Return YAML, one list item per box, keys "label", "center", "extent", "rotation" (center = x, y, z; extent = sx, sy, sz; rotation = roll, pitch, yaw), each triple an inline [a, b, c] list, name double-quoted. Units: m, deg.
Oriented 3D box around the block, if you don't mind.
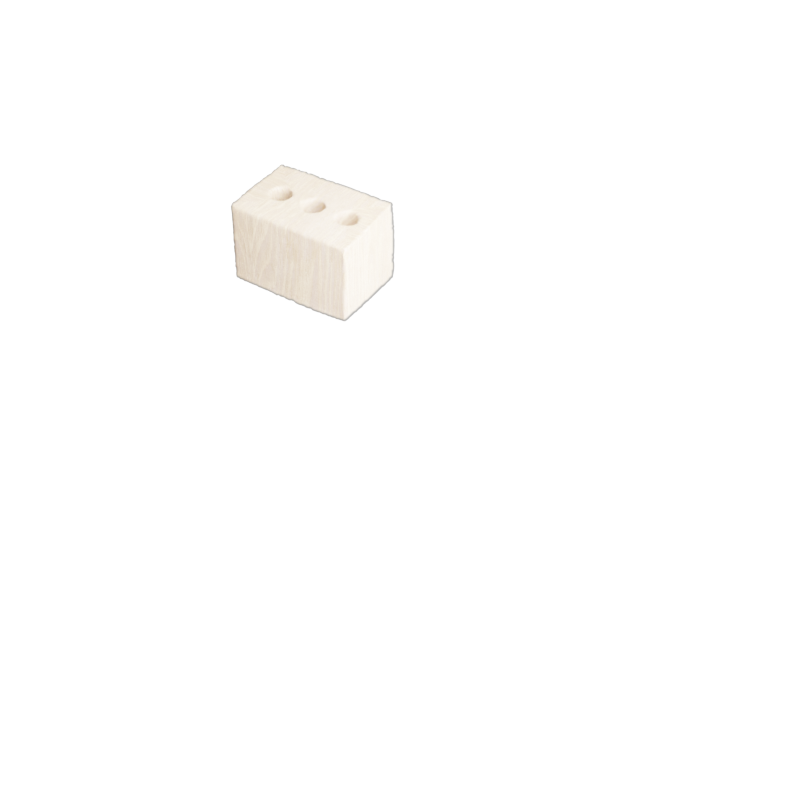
- label: "block"
  center: [-0.049, -0.089, 0.625]
  extent: [0.082, 0.048, 0.054]
  rotation: [22, 44, 24]
